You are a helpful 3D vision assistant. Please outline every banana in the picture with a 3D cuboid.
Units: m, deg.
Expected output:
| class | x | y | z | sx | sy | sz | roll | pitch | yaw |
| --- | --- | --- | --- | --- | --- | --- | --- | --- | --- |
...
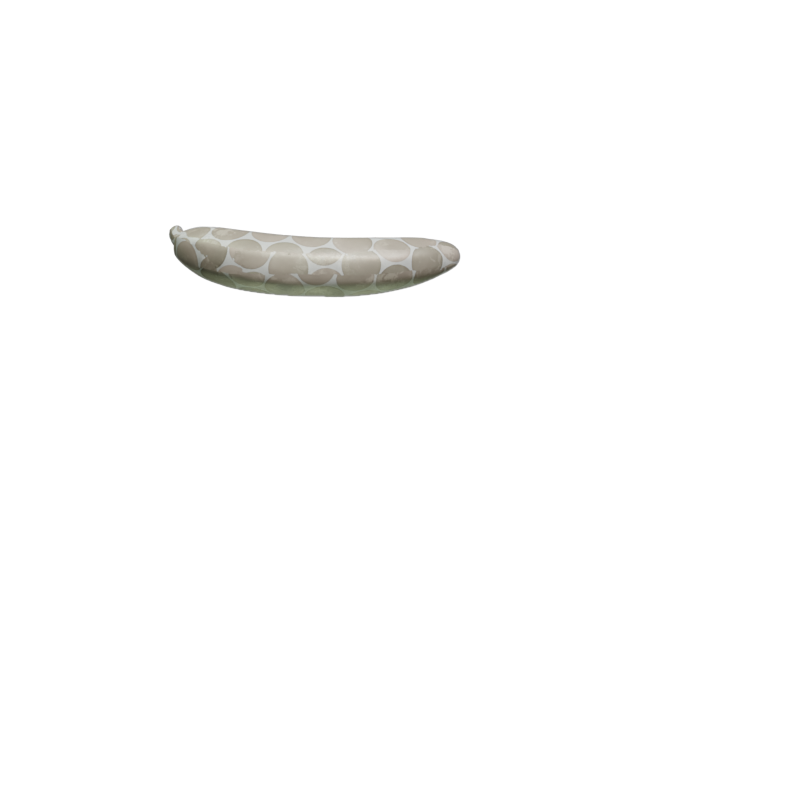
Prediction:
| class | x | y | z | sx | sy | sz | roll | pitch | yaw |
| --- | --- | --- | --- | --- | --- | --- | --- | --- | --- |
| banana | -0.063 | -0.093 | 0.708 | 0.201 | 0.034 | 0.073 | 7 | 35 | 10 |
